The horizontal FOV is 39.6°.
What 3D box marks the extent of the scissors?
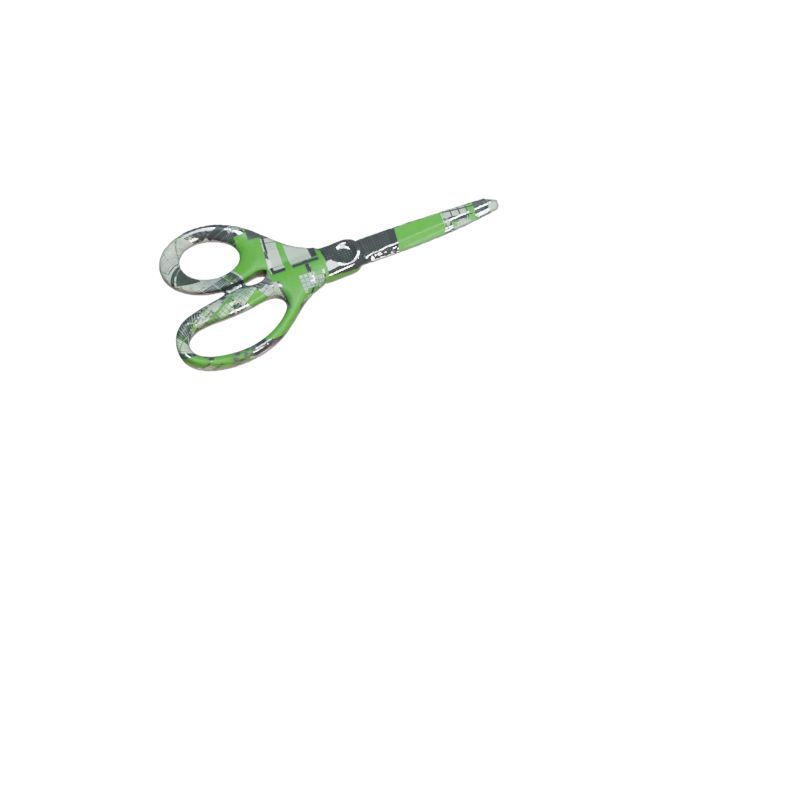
[{"bbox_3d":[-0.049,-0.090,0.631,0.203,0.102,0.015,-36,-24,-19],"label":"scissors"}]
